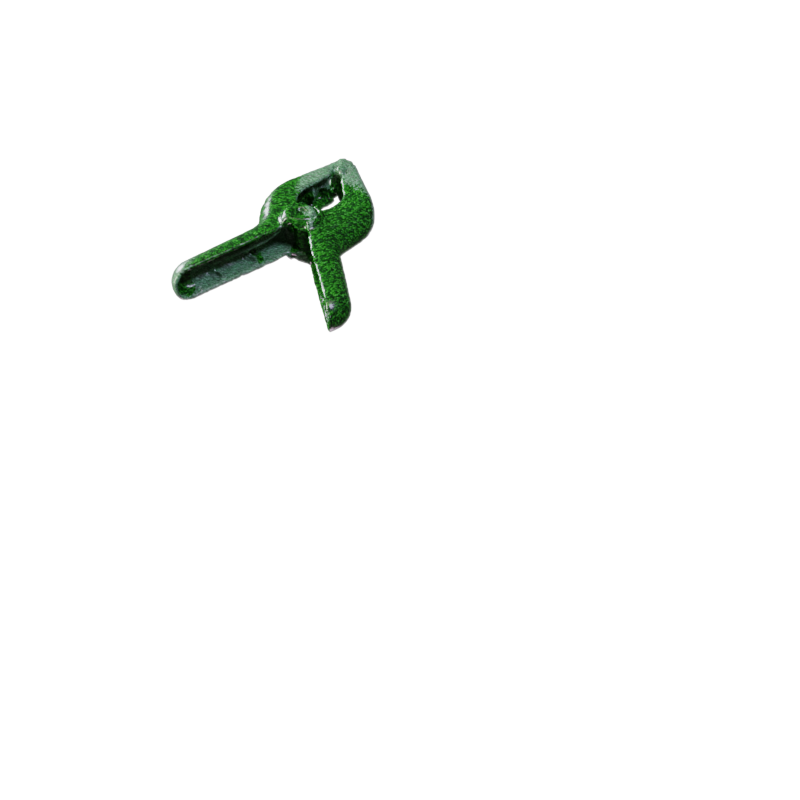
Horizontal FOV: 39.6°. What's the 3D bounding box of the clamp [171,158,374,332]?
[{"bbox_3d":[-0.058,-0.106,0.740,0.125,0.036,0.176,21,48,20],"label":"clamp"}]
